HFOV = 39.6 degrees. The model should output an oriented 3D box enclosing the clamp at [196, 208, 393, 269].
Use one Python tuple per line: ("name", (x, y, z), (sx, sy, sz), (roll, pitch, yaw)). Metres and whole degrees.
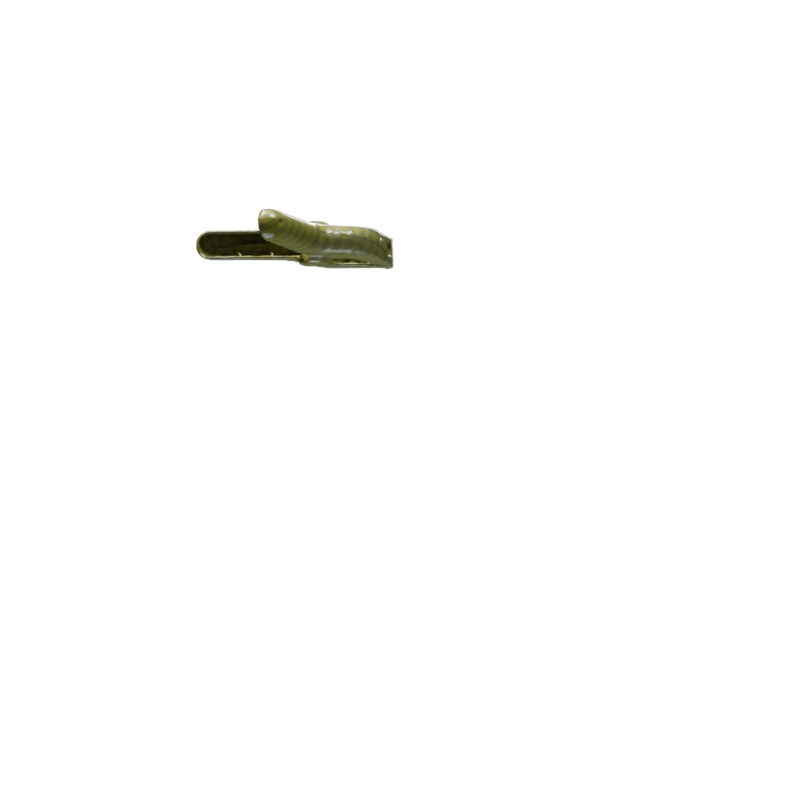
("clamp", (-0.072, -0.132, 0.923), (0.166, 0.039, 0.123), (-1, 3, -25))
